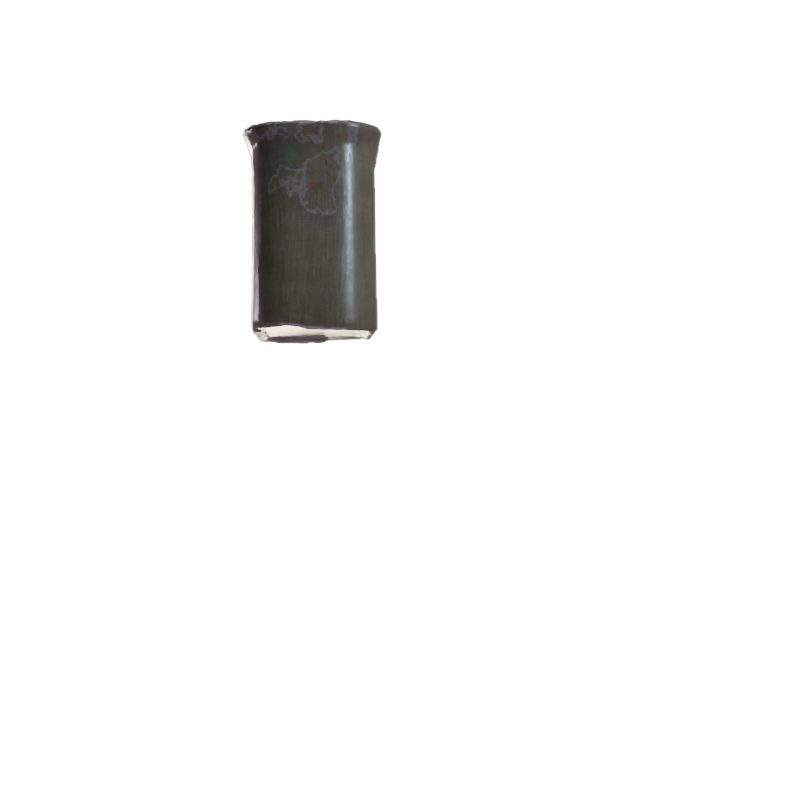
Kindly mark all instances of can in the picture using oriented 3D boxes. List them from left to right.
[{"bbox_3d":[-0.038,-0.069,0.485,0.057,0.085,0.101,0,-4,-3],"label":"can"}]
